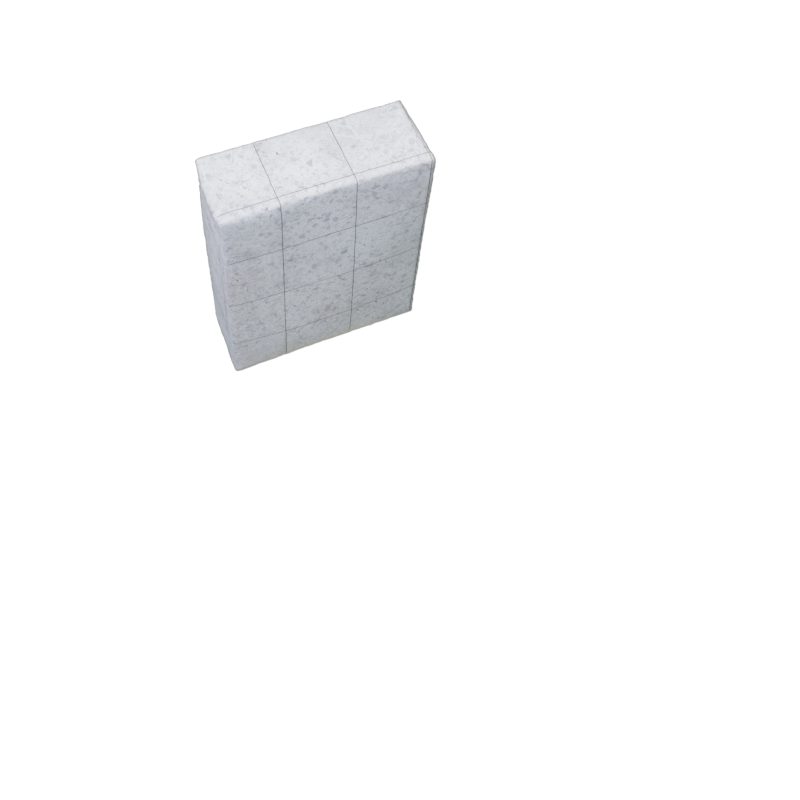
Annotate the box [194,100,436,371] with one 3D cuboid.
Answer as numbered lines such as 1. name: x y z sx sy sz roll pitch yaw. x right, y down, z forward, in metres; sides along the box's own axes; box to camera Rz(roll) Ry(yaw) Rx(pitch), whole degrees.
1. box: -0.068 -0.124 0.869 0.163 0.077 0.201 -19 -27 -13
